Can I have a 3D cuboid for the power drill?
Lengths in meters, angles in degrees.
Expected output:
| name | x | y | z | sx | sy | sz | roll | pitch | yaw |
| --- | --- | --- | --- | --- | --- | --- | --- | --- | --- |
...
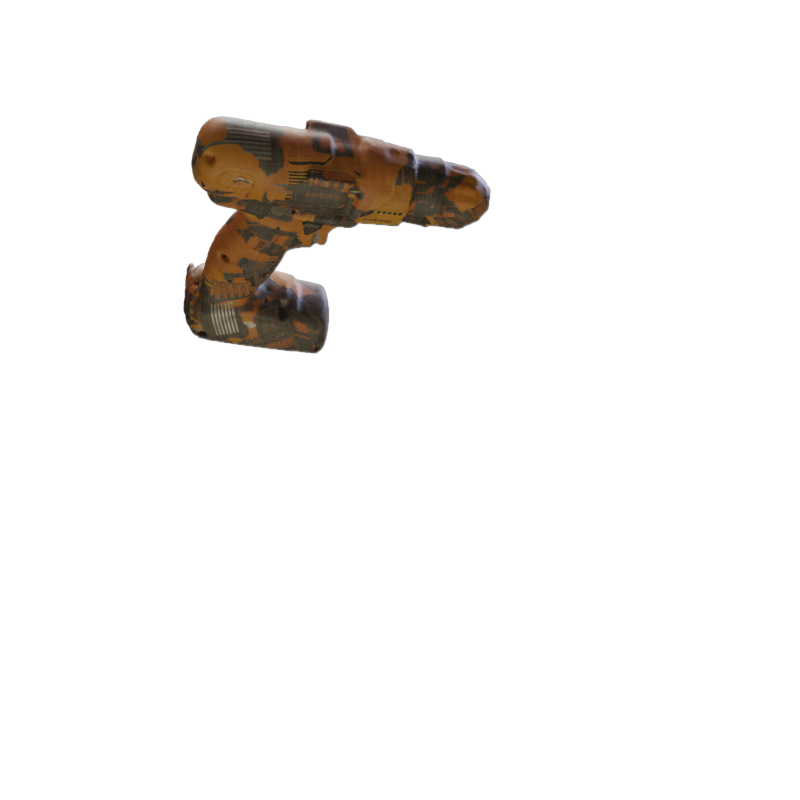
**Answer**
| name | x | y | z | sx | sy | sz | roll | pitch | yaw |
| --- | --- | --- | --- | --- | --- | --- | --- | --- | --- |
| power drill | -0.056 | -0.102 | 0.717 | 0.180 | 0.061 | 0.180 | 10 | -36 | -15 |
